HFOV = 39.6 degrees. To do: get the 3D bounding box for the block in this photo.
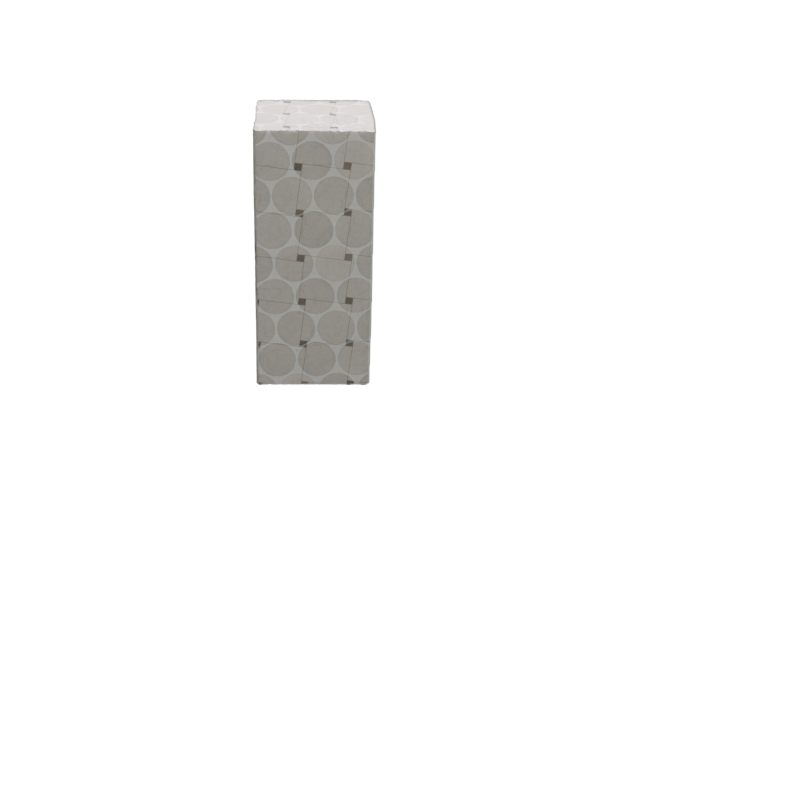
[{"bbox_3d":[-0.068,-0.124,0.868,0.090,0.196,0.095,0,24,-3],"label":"block"}]
